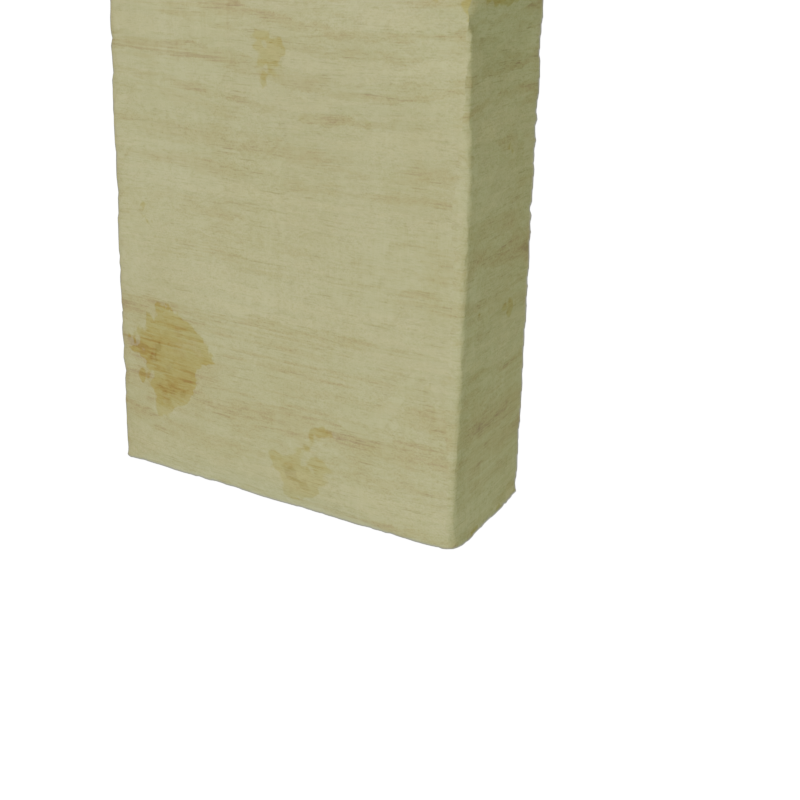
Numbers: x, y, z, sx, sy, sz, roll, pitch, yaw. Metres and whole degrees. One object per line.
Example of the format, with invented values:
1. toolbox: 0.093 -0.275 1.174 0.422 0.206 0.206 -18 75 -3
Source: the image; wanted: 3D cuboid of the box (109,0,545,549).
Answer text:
1. box: -0.035 -0.065 0.452 0.172 0.206 0.071 12 20 29
